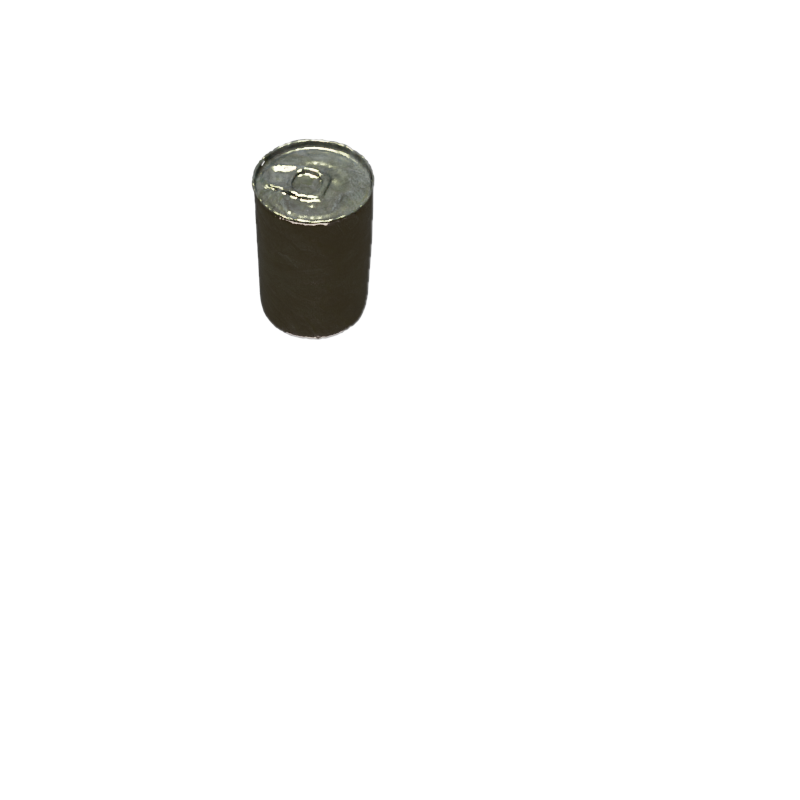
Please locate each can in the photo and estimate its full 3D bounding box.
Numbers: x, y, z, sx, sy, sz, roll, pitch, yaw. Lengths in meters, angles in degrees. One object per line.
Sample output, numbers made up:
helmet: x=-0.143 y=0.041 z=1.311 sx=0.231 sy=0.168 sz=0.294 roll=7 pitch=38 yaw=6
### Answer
can: x=-0.051 y=-0.093 z=0.648 sx=0.068 sy=0.074 sz=0.095 roll=0 pitch=-40 yaw=-3
